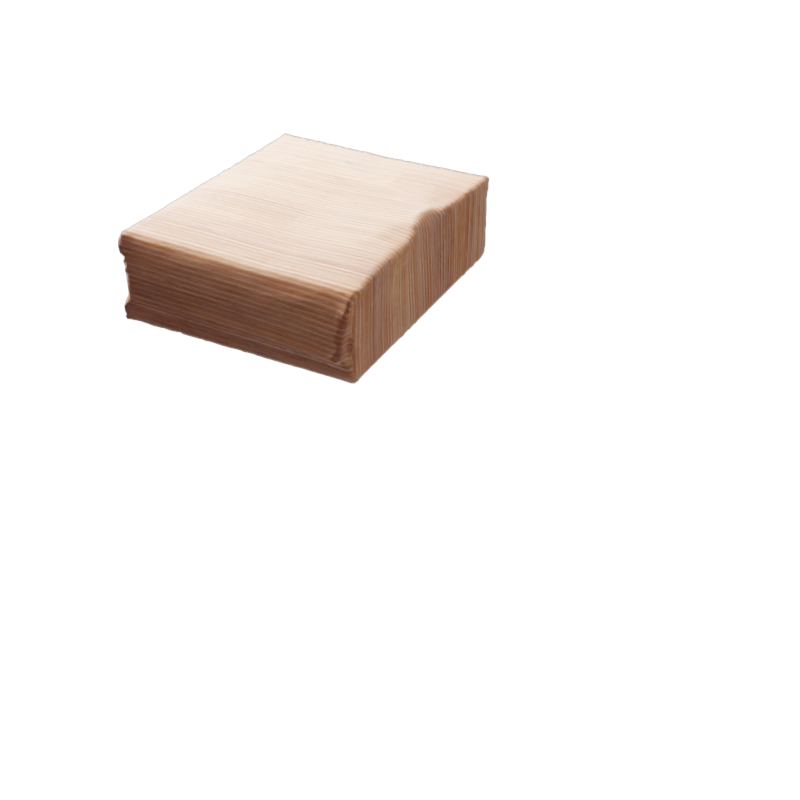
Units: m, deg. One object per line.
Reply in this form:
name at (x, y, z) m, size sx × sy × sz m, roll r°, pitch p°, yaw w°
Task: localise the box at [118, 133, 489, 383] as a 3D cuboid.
box at (-0.025, -0.045, 0.319) m, size 0.076 × 0.028 × 0.091 m, roll 16°, pitch 35°, yaw 24°
